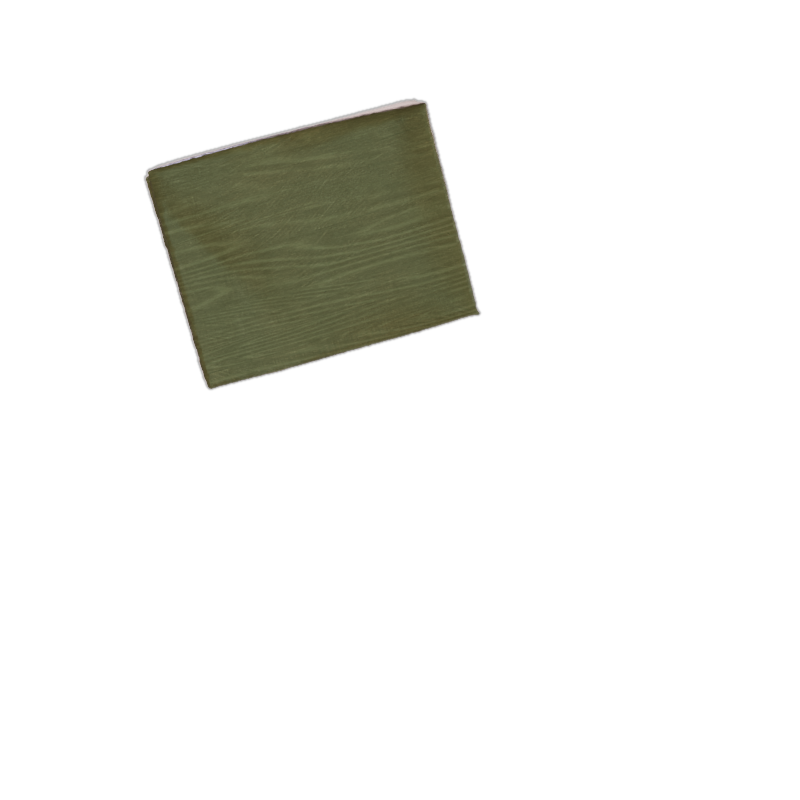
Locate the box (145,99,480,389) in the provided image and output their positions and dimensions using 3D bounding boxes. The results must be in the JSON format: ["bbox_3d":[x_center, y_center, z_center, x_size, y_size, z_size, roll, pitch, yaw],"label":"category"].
[{"bbox_3d":[-0.034,-0.063,0.439,0.113,0.088,0.040,-14,7,1],"label":"box"}]
